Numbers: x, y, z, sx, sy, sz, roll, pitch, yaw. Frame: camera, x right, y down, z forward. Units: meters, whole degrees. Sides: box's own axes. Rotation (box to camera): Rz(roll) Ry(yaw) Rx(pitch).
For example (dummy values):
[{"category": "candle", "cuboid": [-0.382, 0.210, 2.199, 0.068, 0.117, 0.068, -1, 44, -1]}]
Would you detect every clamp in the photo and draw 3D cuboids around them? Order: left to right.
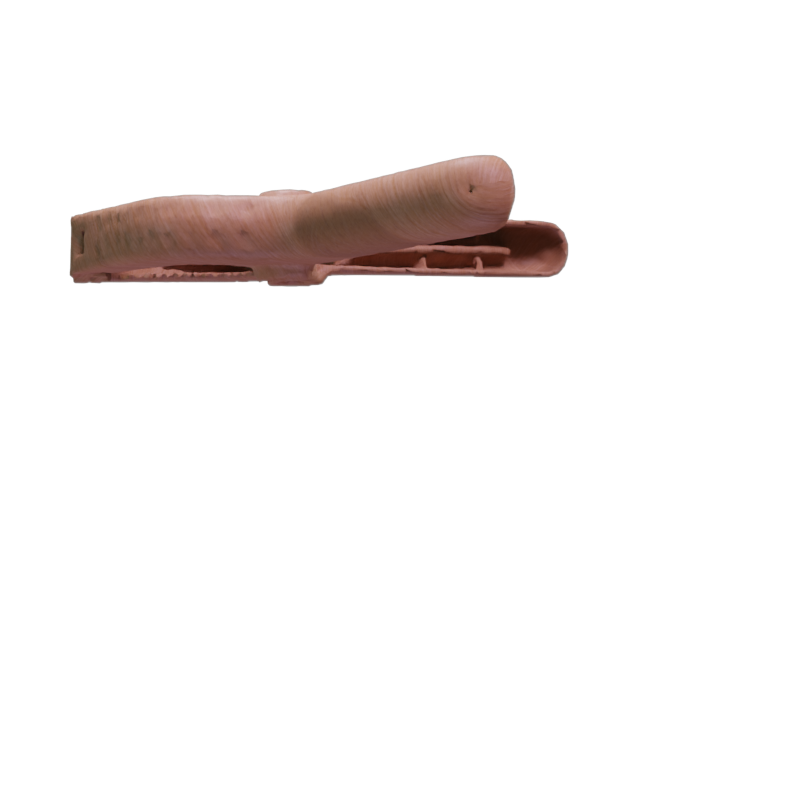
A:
[{"category": "clamp", "cuboid": [-0.036, -0.065, 0.455, 0.216, 0.037, 0.158, -1, -1, 24]}]
